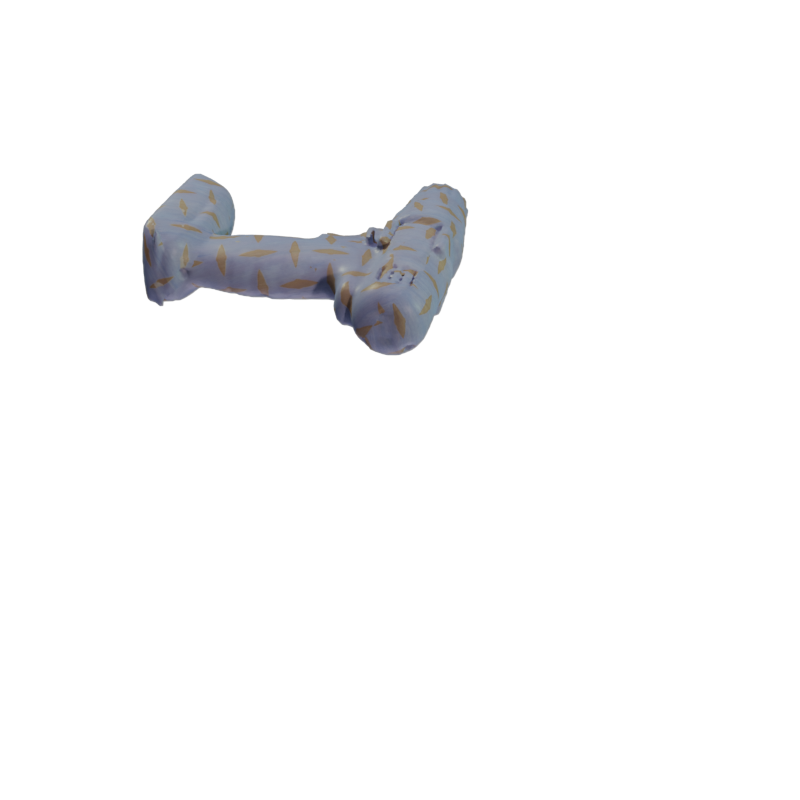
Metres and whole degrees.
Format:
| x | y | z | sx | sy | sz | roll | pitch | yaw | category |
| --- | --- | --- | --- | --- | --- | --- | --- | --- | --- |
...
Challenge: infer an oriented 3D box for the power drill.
| x | y | z | sx | sy | sz | roll | pitch | yaw | category |
| --- | --- | --- | --- | --- | --- | --- | --- | --- | --- |
| -0.055 | -0.100 | 0.704 | 0.191 | 0.054 | 0.191 | 7 | 31 | 12 | power drill |
